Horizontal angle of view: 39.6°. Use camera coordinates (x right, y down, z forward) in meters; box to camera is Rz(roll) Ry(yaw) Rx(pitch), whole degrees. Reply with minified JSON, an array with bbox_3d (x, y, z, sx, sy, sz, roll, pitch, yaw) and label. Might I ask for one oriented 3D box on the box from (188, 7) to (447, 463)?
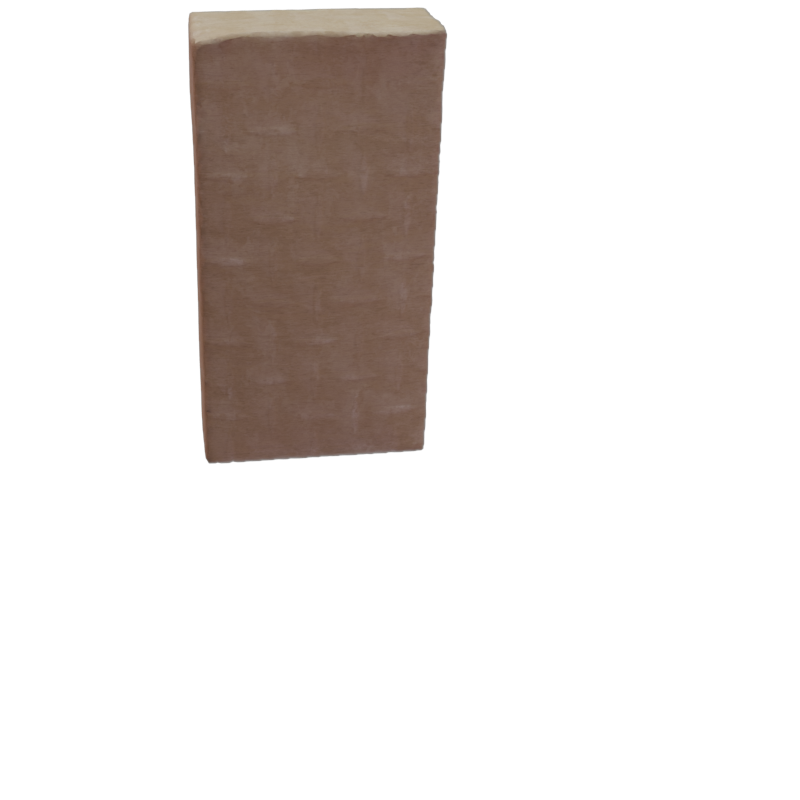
[{"bbox_3d":[-0.034,-0.062,0.434,0.092,0.167,0.051,-3,28,-8],"label":"box"}]
